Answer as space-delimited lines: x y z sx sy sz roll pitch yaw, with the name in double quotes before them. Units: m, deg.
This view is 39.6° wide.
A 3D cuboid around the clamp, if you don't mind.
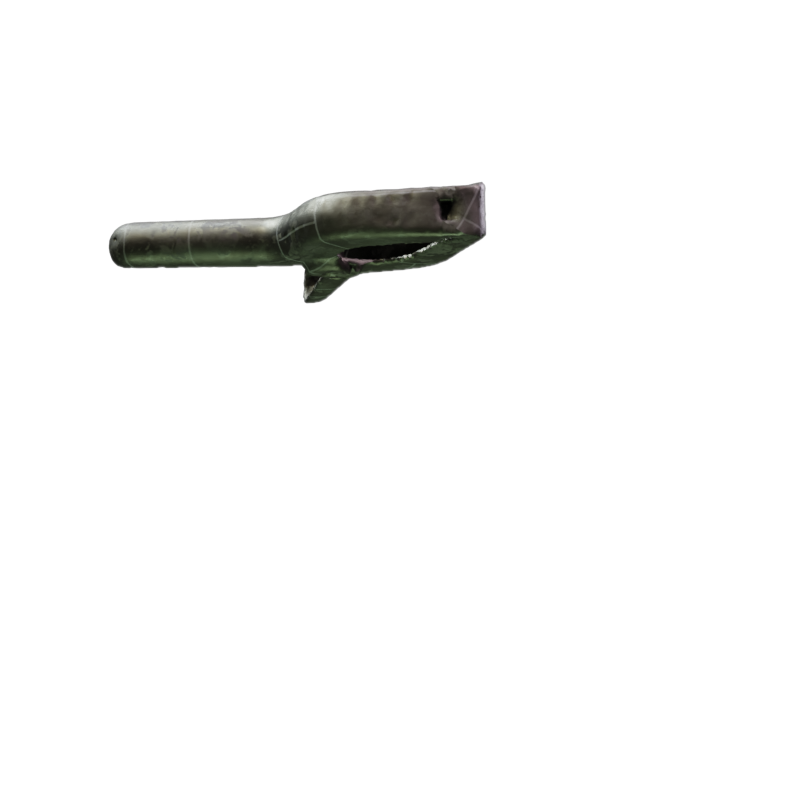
"clamp" -0.047 -0.086 0.604 0.157 0.037 0.215 5 -7 -40
